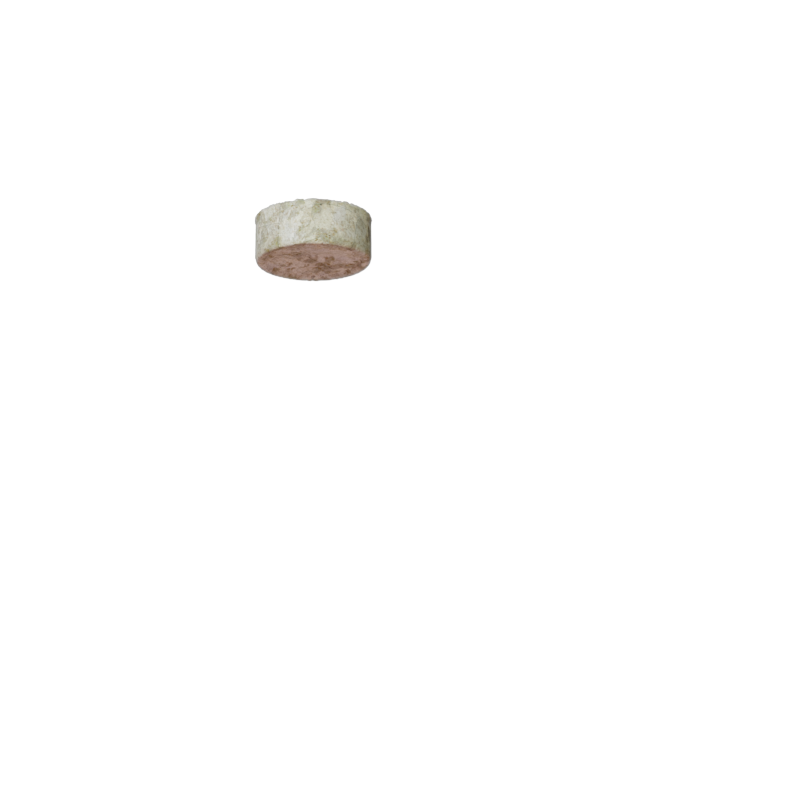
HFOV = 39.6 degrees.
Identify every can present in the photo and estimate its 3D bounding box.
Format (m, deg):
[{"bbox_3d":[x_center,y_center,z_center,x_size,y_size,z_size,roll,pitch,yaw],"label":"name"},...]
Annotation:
[{"bbox_3d":[-0.063,-0.115,0.807,0.086,0.035,0.083,0,-14,-2],"label":"can"}]
